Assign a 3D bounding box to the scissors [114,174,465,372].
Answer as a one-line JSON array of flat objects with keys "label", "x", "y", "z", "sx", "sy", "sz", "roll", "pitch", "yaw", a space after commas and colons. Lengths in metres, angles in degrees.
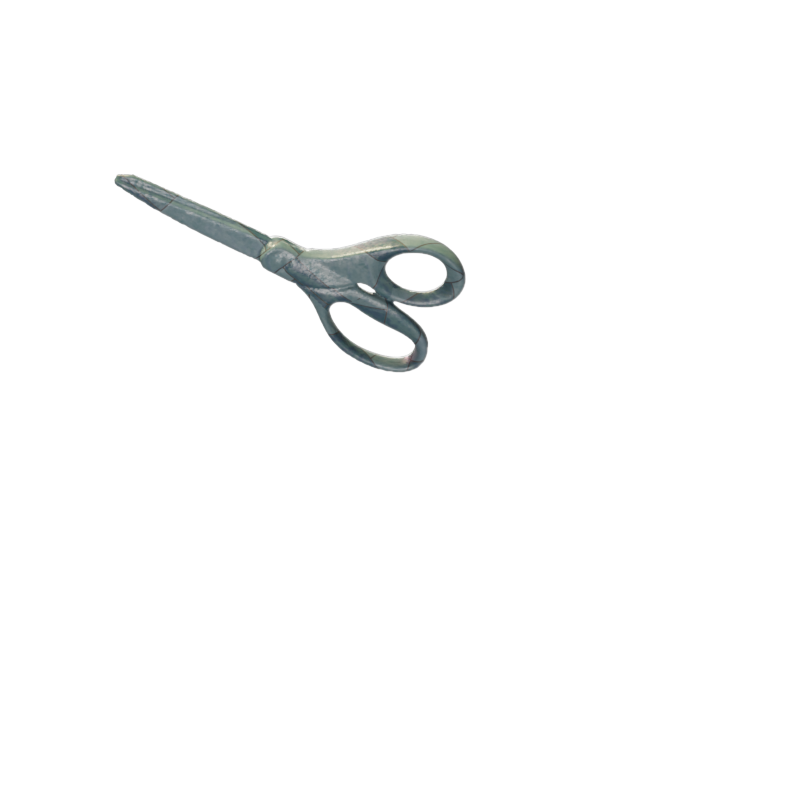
[{"label": "scissors", "x": -0.047, "y": -0.086, "z": 0.600, "sx": 0.095, "sy": 0.191, "sz": 0.017, "roll": -39, "pitch": 26, "yaw": 23}]
